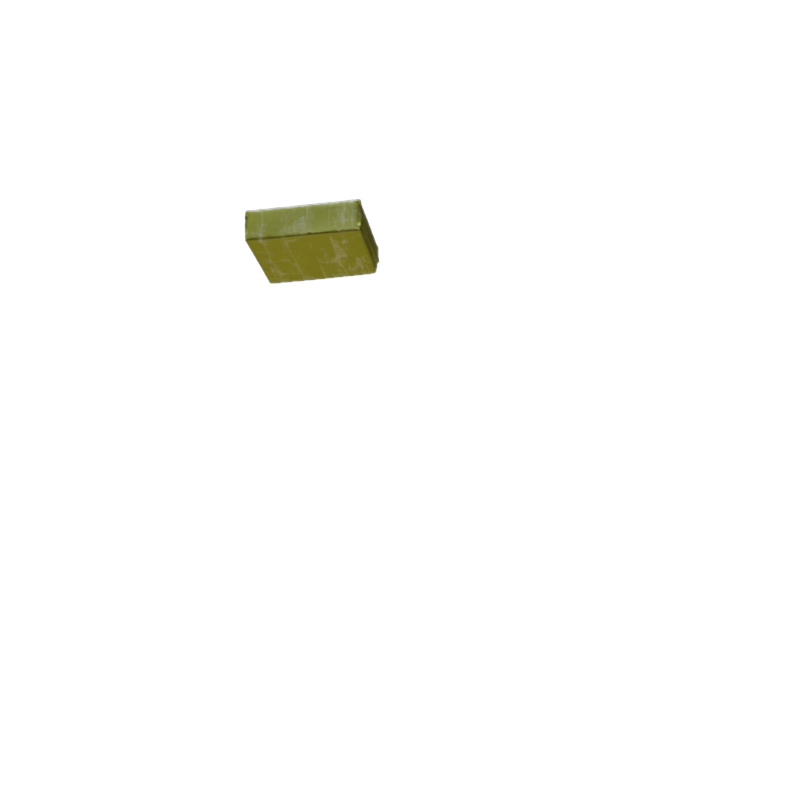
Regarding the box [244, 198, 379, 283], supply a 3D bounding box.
[{"bbox_3d":[-0.066,-0.120,0.840,0.090,0.032,0.068,-5,-23,10],"label":"box"}]
